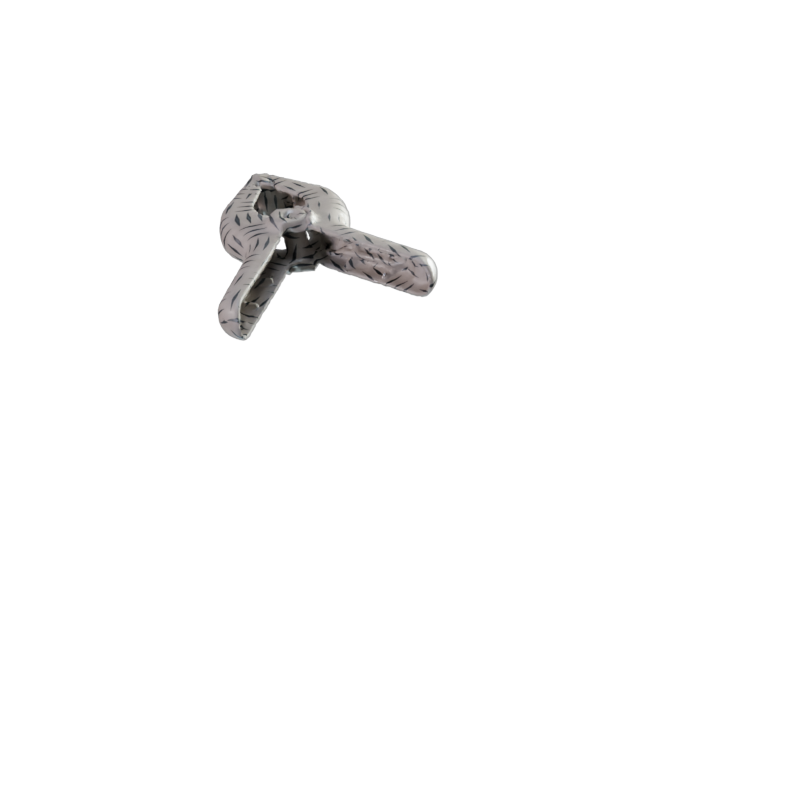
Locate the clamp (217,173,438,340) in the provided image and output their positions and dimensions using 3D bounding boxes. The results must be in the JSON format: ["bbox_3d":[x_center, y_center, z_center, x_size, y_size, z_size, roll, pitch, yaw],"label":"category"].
[{"bbox_3d":[-0.051,-0.093,0.649,0.119,0.037,0.184,-5,34,-9],"label":"clamp"}]
